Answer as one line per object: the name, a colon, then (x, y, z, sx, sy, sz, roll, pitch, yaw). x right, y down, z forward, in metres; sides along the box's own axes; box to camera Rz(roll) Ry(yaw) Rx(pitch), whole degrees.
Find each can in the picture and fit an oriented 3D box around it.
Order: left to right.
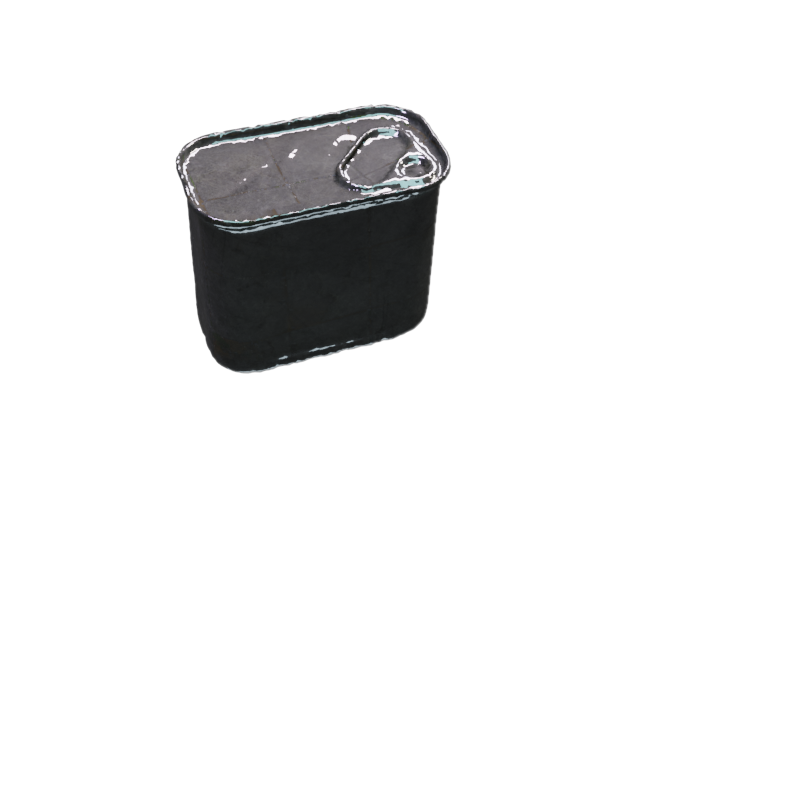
can: (-0.035, -0.064, 0.448, 0.101, 0.078, 0.062, -13, 47, -15)
